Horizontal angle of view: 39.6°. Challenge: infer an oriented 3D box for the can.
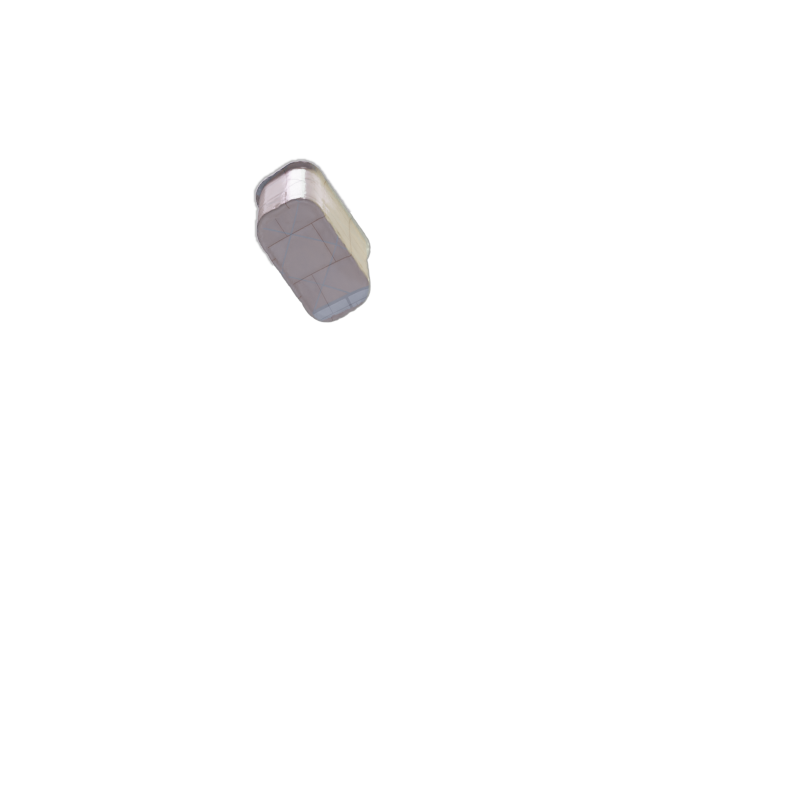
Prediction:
[{"bbox_3d":[-0.064,-0.117,0.821,0.057,0.097,0.088,-31,22,12],"label":"can"}]
